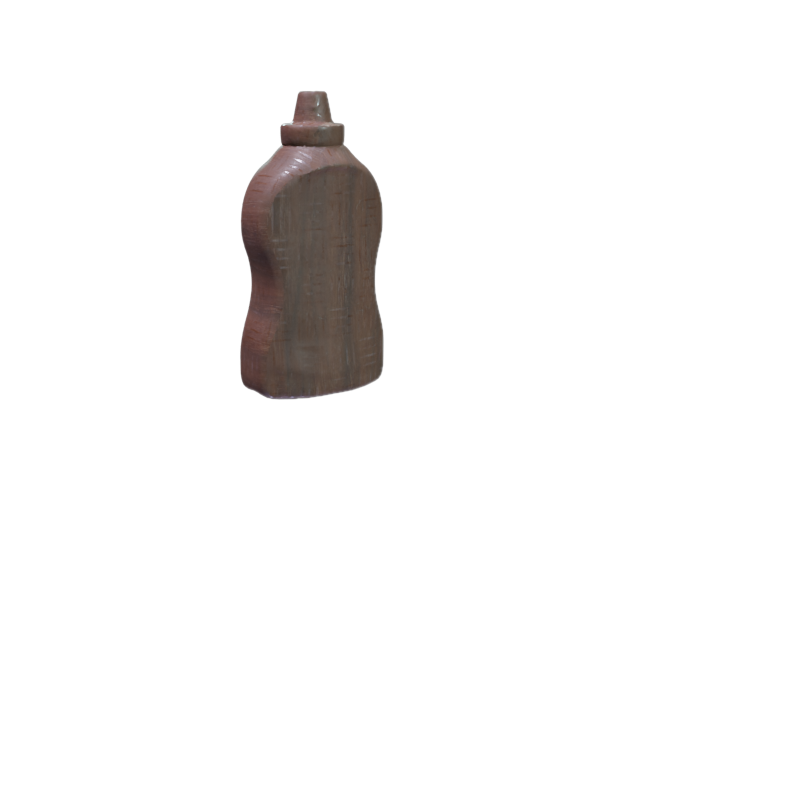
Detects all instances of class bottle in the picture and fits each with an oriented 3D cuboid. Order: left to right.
[{"bbox_3d":[-0.056,-0.102,0.713,0.093,0.187,0.061,-6,12,-32],"label":"bottle"}]
